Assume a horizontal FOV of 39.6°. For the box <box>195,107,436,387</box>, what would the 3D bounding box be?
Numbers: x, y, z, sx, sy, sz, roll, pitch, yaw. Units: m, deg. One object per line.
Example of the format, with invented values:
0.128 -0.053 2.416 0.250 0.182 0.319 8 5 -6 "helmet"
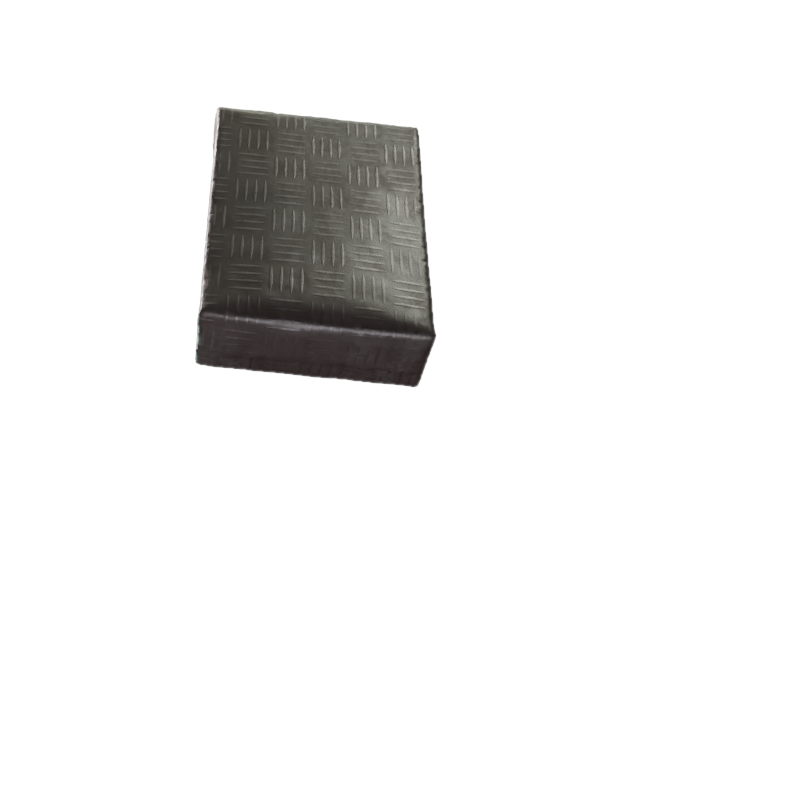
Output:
-0.065 -0.119 0.835 0.162 0.229 0.068 4 -40 -8 "box"
